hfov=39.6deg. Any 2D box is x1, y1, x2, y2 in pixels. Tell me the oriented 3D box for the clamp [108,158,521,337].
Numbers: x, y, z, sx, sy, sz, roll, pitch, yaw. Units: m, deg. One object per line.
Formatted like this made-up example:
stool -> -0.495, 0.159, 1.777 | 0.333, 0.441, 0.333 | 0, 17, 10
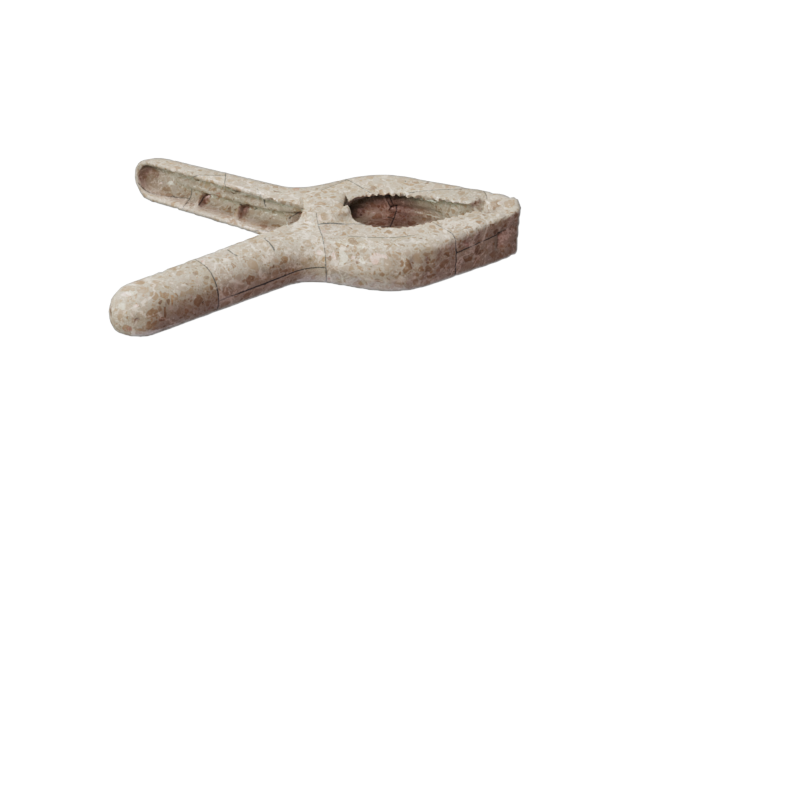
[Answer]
clamp -> -0.044, -0.080, 0.558 | 0.210, 0.034, 0.175 | 1, 34, 1
